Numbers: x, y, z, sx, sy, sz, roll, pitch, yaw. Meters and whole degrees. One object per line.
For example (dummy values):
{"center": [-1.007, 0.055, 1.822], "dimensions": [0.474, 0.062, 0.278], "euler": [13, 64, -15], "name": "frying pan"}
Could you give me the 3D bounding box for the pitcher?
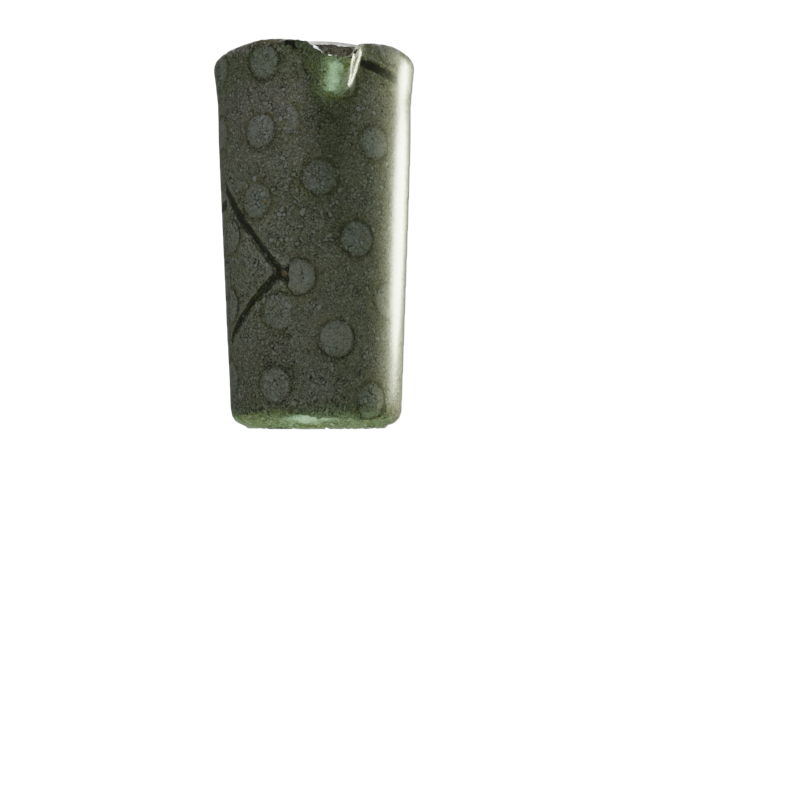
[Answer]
{"center": [-0.057, -0.104, 0.730], "dimensions": [0.149, 0.249, 0.142], "euler": [-5, -10, 31], "name": "pitcher"}
